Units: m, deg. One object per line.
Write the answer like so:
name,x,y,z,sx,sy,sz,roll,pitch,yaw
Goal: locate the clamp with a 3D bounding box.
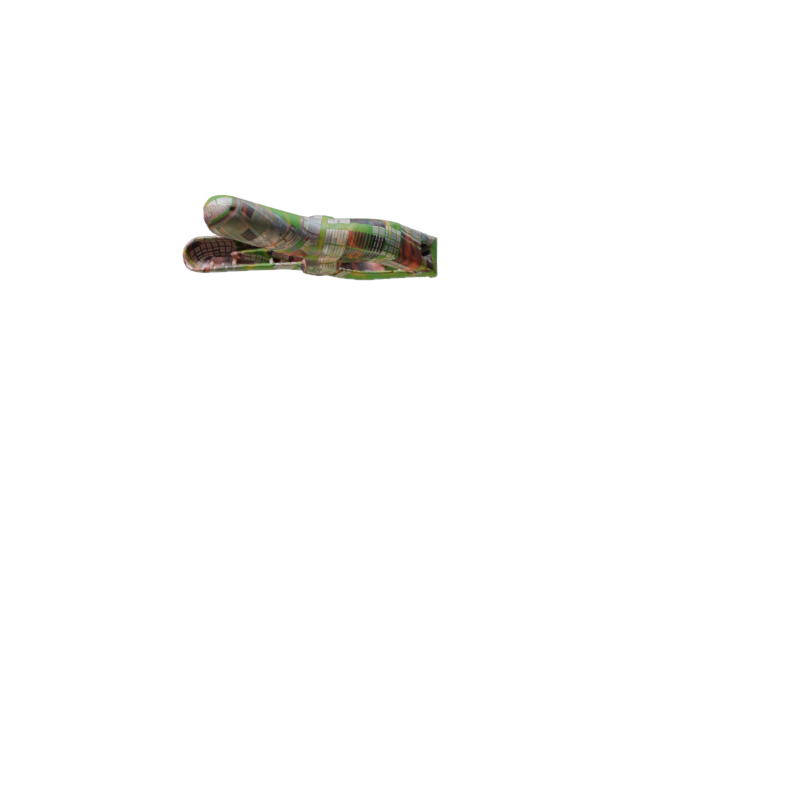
clamp,-0.056,-0.102,0.714,0.170,0.040,0.119,0,-2,-6
